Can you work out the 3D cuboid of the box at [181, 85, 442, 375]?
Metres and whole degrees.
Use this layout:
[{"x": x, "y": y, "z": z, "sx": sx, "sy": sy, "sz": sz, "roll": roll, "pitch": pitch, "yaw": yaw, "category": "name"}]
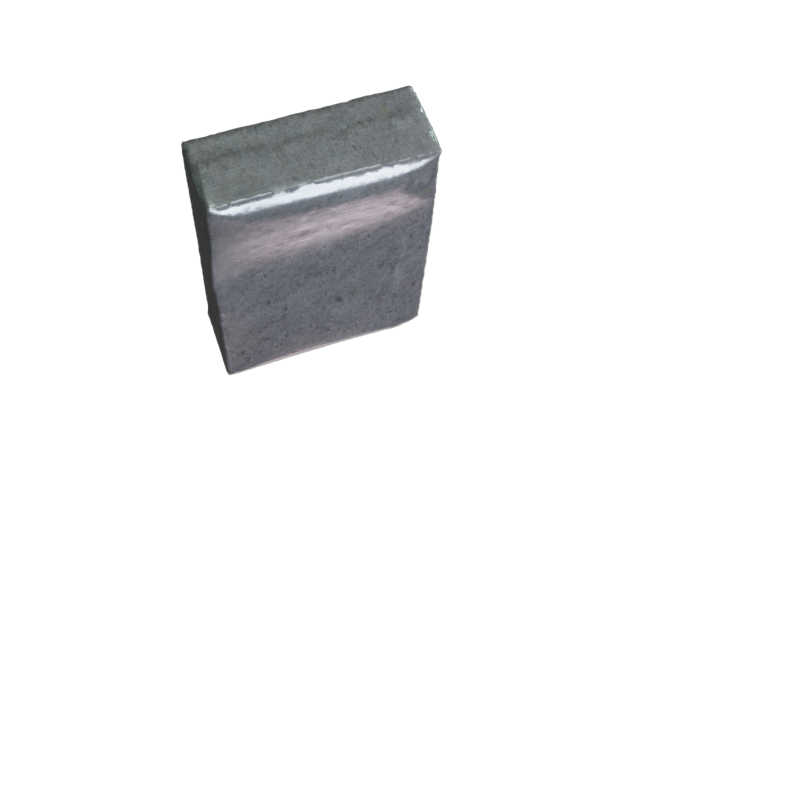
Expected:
[{"x": -0.063, "y": -0.115, "z": 0.806, "sx": 0.163, "sy": 0.077, "sz": 0.201, "roll": -16, "pitch": -27, "yaw": -12, "category": "box"}]
